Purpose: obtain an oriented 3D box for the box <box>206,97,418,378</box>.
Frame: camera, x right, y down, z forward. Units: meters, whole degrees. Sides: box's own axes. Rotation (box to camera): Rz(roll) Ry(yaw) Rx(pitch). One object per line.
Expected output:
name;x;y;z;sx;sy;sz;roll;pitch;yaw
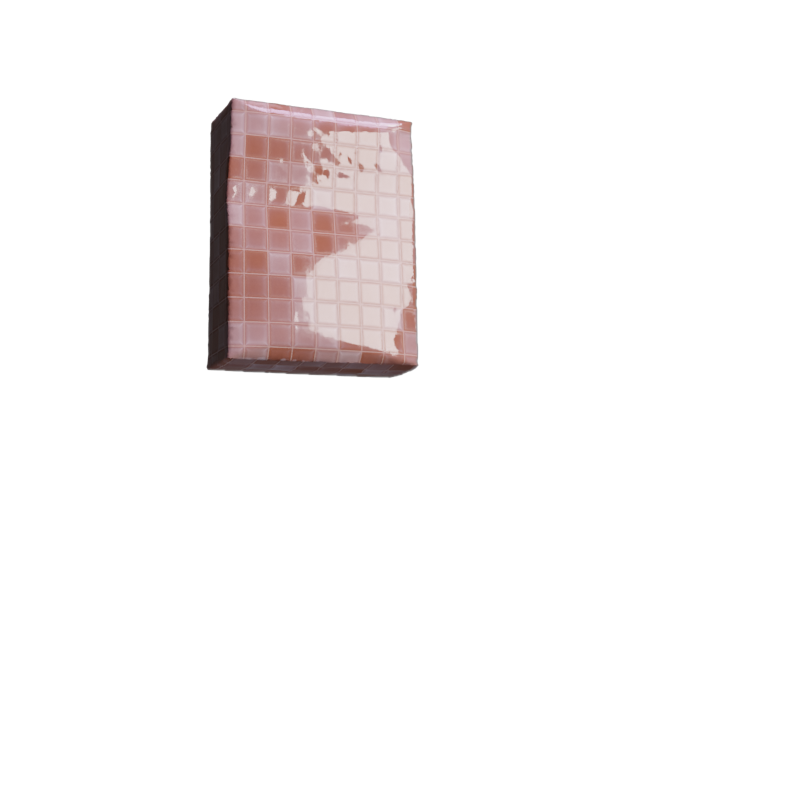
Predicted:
box;-0.071;-0.130;0.909;0.159;0.221;0.071;4;-14;-21
